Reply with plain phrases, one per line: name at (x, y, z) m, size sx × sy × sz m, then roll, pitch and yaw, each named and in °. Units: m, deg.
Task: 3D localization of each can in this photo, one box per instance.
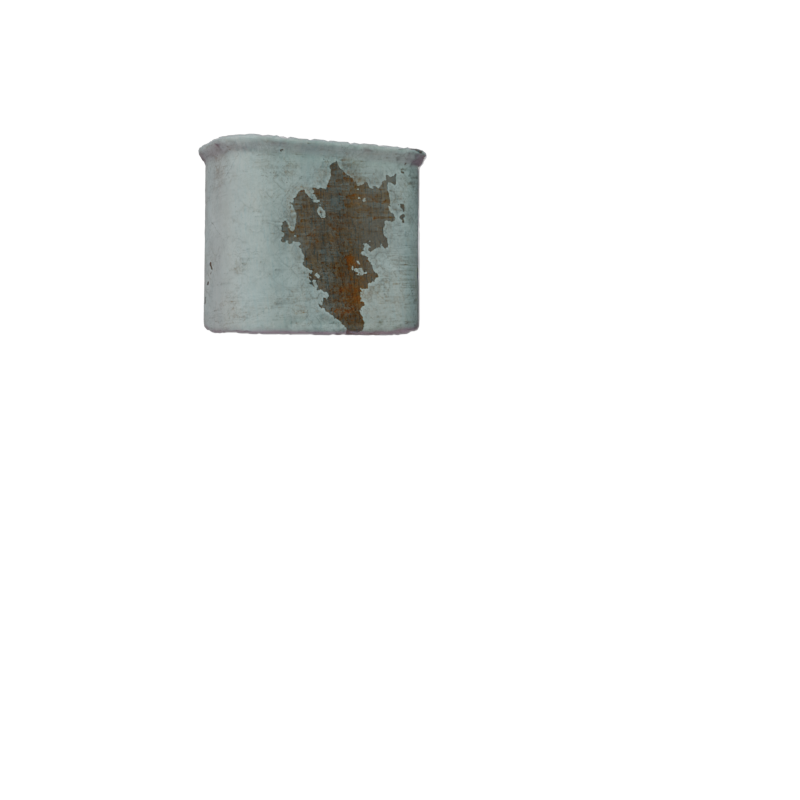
can at (-0.039, -0.072, 0.502) m, size 0.099 × 0.085 × 0.059 m, roll 0°, pitch -3°, yaw -26°
